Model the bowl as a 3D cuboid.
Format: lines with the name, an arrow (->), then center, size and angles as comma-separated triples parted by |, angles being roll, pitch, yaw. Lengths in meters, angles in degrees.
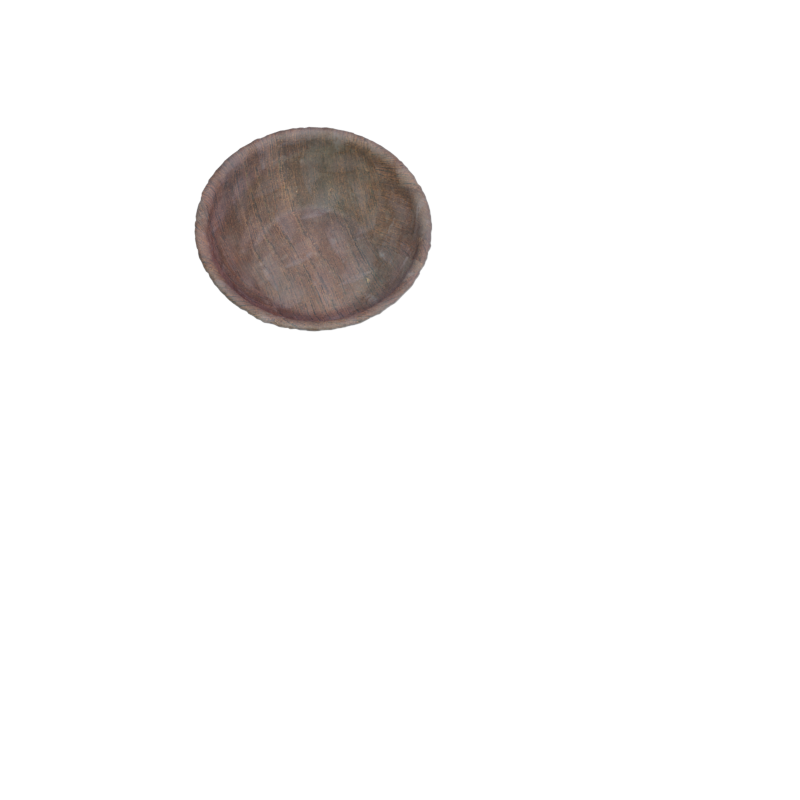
bowl -> -0.061, -0.111, 0.777 | 0.162, 0.172, 0.052 | -1, -28, -1
